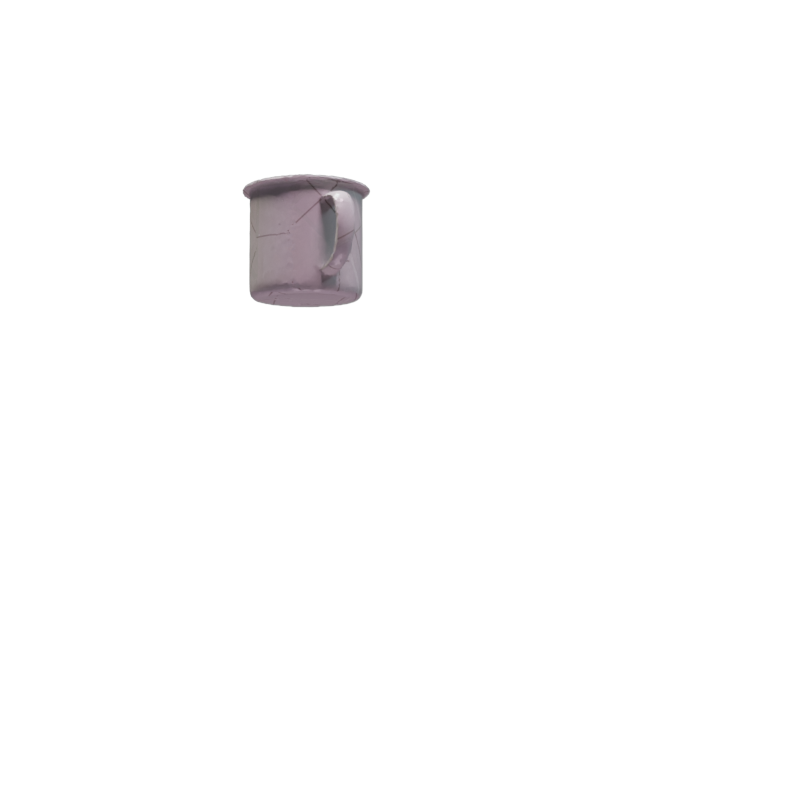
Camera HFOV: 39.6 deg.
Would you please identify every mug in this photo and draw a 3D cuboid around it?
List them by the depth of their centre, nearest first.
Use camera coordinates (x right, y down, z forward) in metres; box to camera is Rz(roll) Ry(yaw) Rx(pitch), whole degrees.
[{"bbox_3d":[-0.062,-0.113,0.790,0.090,0.083,0.119,4,-7,-29],"label":"mug"}]
